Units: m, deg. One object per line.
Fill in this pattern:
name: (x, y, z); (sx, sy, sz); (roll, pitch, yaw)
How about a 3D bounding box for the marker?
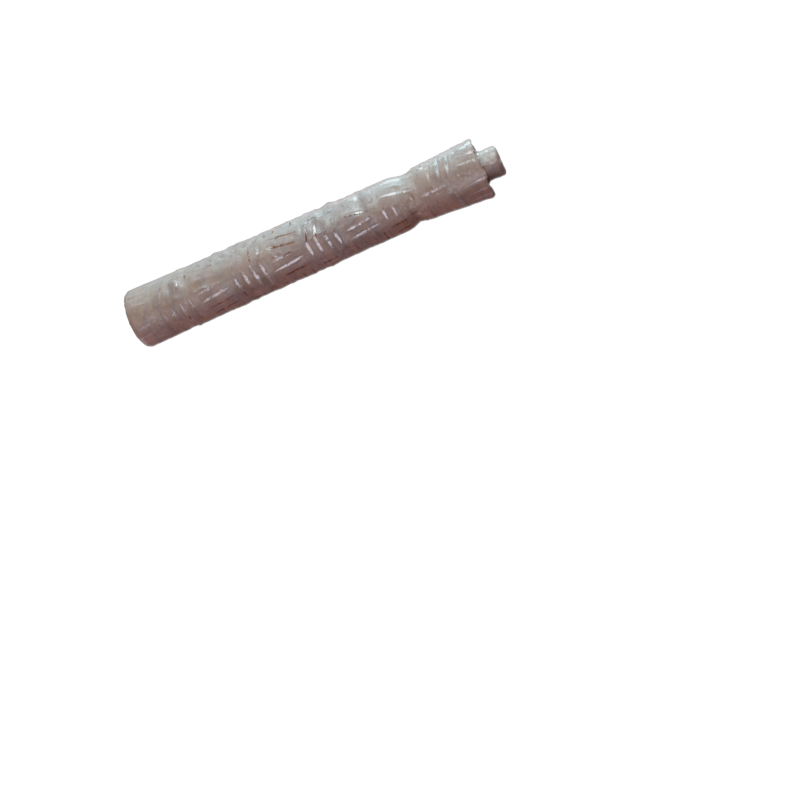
marker: (-0.026, -0.047, 0.333); (0.121, 0.020, 0.020); (-22, 0, 10)
